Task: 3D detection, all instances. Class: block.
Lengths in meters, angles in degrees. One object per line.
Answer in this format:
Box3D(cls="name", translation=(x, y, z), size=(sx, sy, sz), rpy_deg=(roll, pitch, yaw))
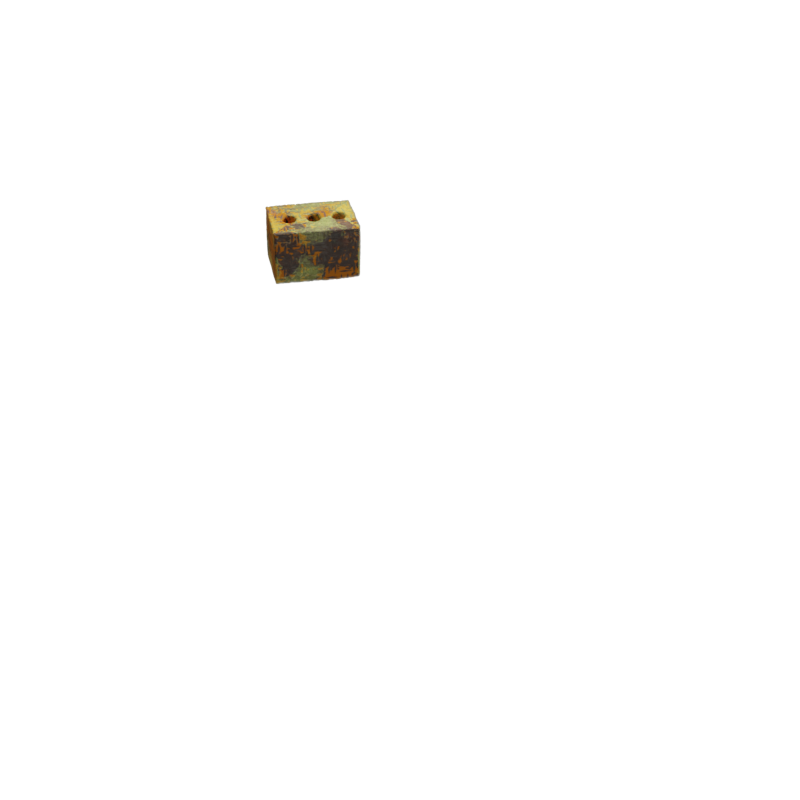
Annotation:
Box3D(cls="block", translation=(-0.077, -0.140, 0.978), size=(0.077, 0.048, 0.057), rpy_deg=(-6, 35, -10))
